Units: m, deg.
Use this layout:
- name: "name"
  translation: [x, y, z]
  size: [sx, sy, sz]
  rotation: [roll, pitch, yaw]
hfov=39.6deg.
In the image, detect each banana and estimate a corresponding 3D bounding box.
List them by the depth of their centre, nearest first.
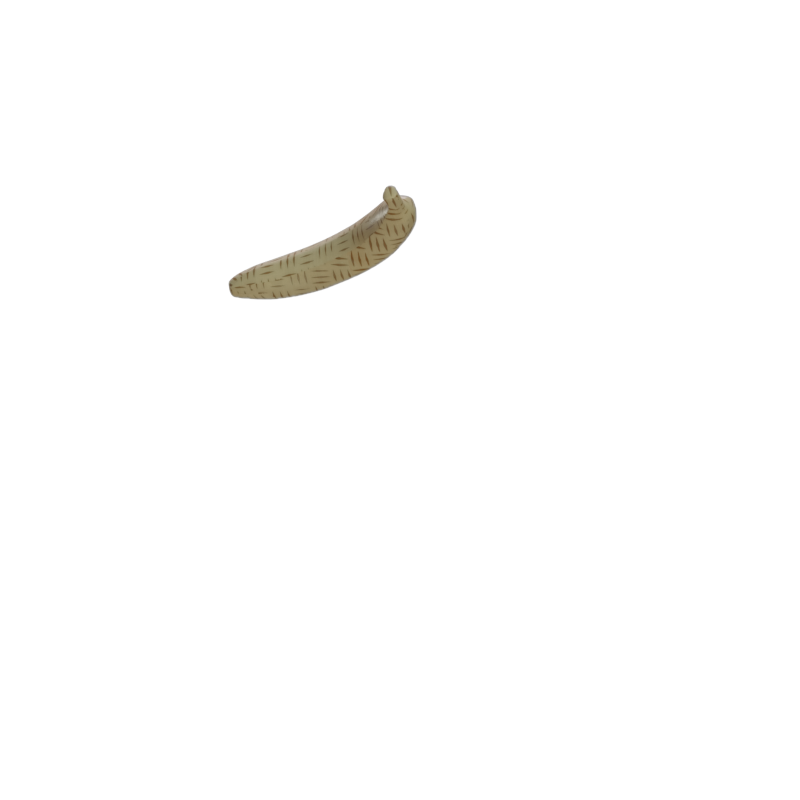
- name: "banana"
  translation: [-0.052, -0.120, 0.873]
  size: [0.065, 0.039, 0.198]
  rotation: [24, -36, -38]
